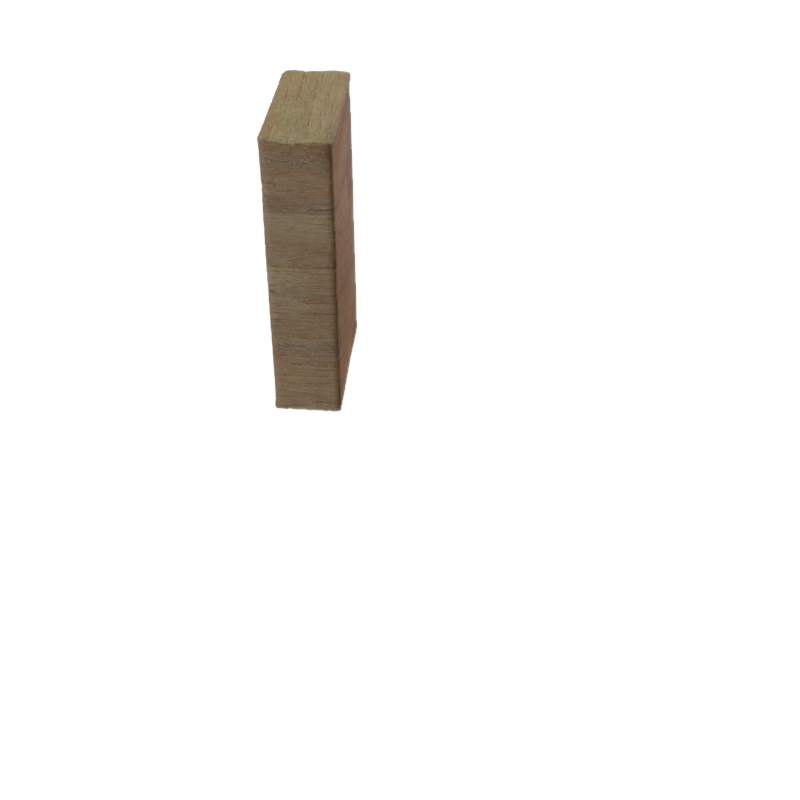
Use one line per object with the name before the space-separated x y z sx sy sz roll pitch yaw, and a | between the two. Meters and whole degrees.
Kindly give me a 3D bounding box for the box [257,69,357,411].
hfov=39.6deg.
box | -0.050 -0.091 0.638 0.048 0.165 0.099 4 35 2
